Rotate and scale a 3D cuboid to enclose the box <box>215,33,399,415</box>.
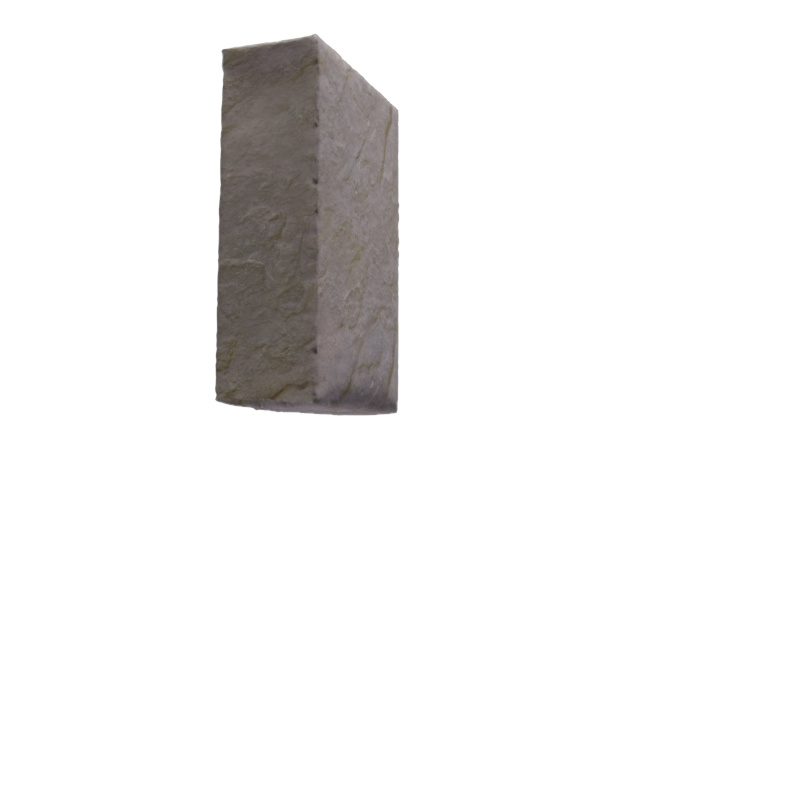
[{"bbox_3d":[-0.055,-0.100,0.700,0.073,0.219,0.157,-4,-8,17],"label":"box"}]
